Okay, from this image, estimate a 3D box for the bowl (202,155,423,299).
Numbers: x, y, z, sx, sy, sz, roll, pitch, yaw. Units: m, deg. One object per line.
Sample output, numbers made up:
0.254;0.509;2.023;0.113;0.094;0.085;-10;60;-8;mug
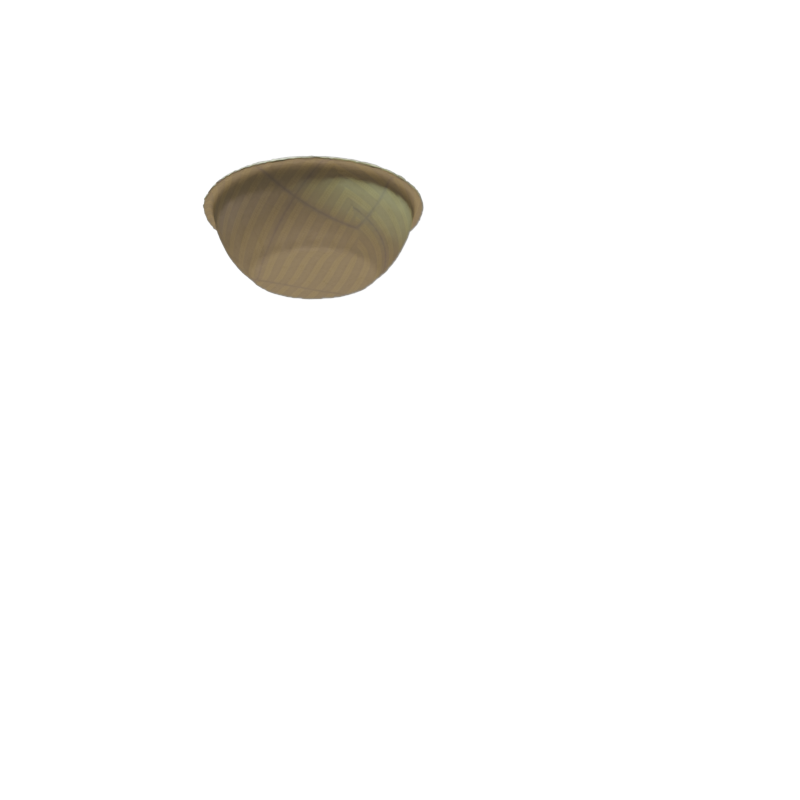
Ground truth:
-0.063;-0.115;0.806;0.162;0.058;0.155;0;-19;-2;bowl
